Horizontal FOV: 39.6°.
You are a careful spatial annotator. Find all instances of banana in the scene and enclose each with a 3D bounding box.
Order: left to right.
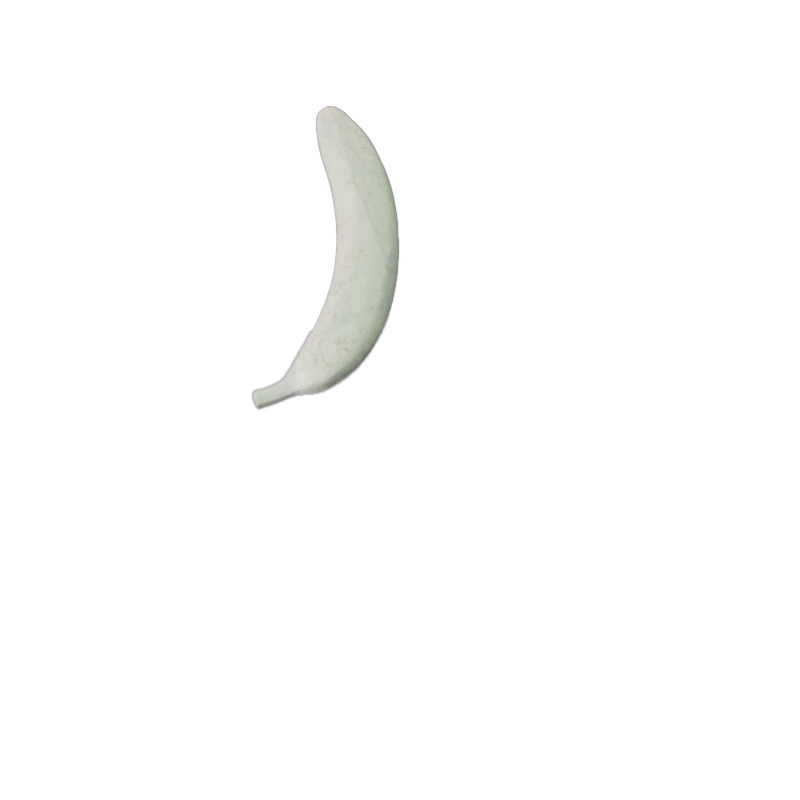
[{"bbox_3d":[-0.034,-0.087,0.657,0.070,0.207,0.035,10,-22,3],"label":"banana"}]
